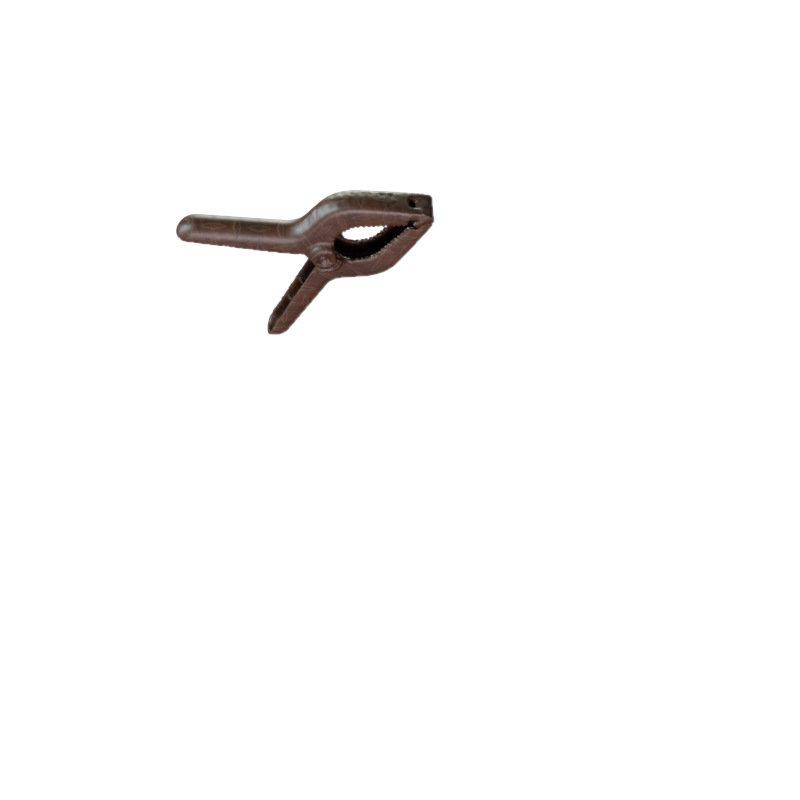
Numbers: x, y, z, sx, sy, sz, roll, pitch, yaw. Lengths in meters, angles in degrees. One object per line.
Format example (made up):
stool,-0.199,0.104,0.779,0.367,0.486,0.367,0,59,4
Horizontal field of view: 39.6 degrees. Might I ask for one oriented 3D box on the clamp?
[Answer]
clamp,-0.074,-0.135,0.944,0.211,0.039,0.152,-21,-41,26
